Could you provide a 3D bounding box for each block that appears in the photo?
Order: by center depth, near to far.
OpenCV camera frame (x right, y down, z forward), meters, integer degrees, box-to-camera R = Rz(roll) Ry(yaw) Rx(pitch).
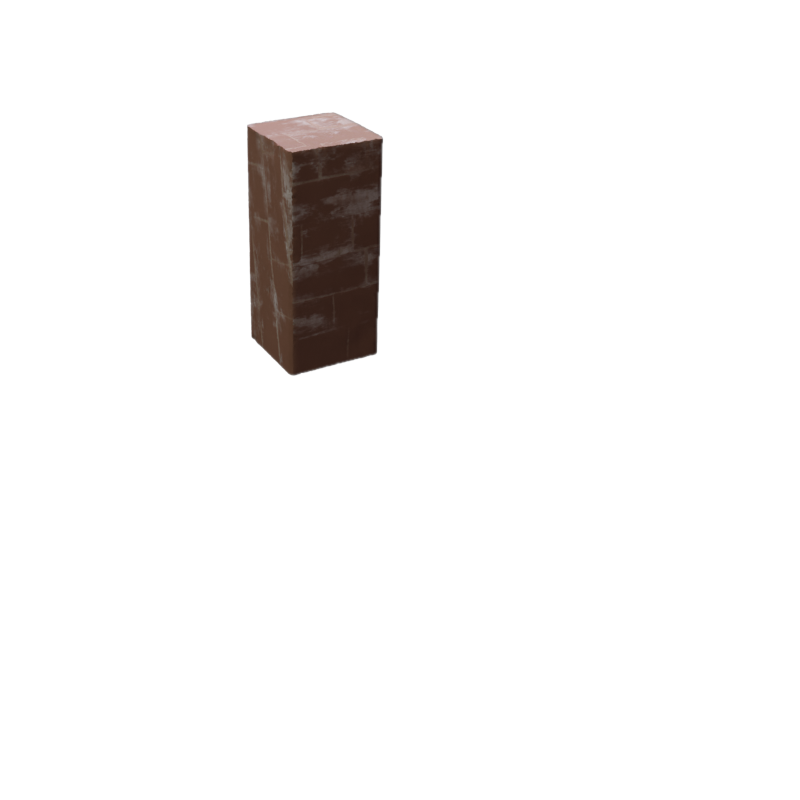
[{"bbox_3d":[-0.077,-0.141,0.985,0.089,0.196,0.097,-13,29,-28],"label":"block"}]
